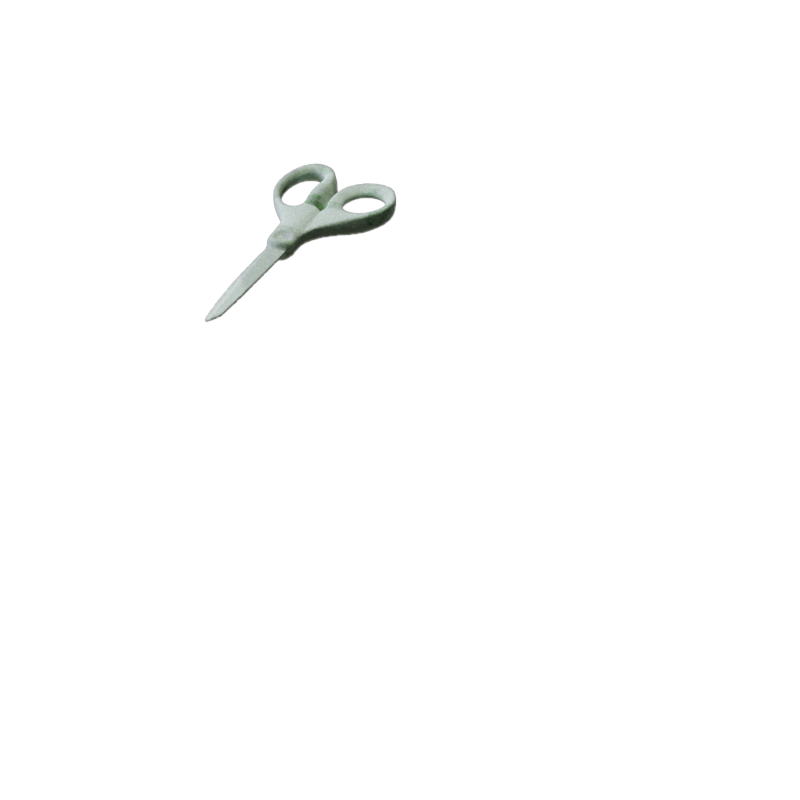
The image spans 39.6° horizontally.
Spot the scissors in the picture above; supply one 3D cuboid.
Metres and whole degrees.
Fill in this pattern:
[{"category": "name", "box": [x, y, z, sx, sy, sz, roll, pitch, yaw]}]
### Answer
[{"category": "scissors", "box": [-0.057, -0.105, 0.732, 0.097, 0.015, 0.213, 4, 37, 5]}]
